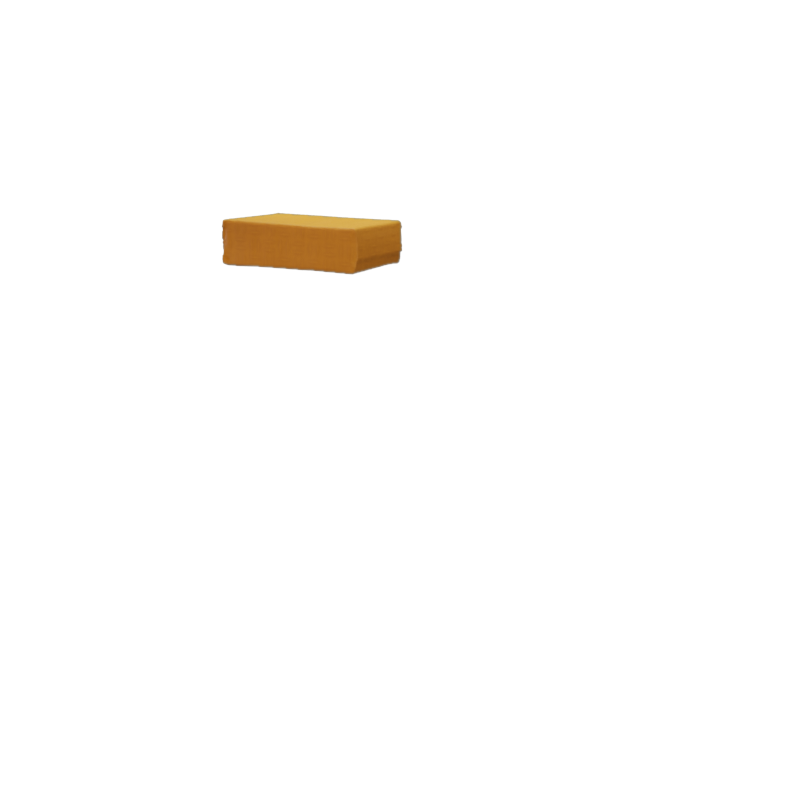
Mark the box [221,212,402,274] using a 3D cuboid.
[{"bbox_3d":[-0.066,-0.121,0.849,0.117,0.038,0.089,5,12,24],"label":"box"}]
